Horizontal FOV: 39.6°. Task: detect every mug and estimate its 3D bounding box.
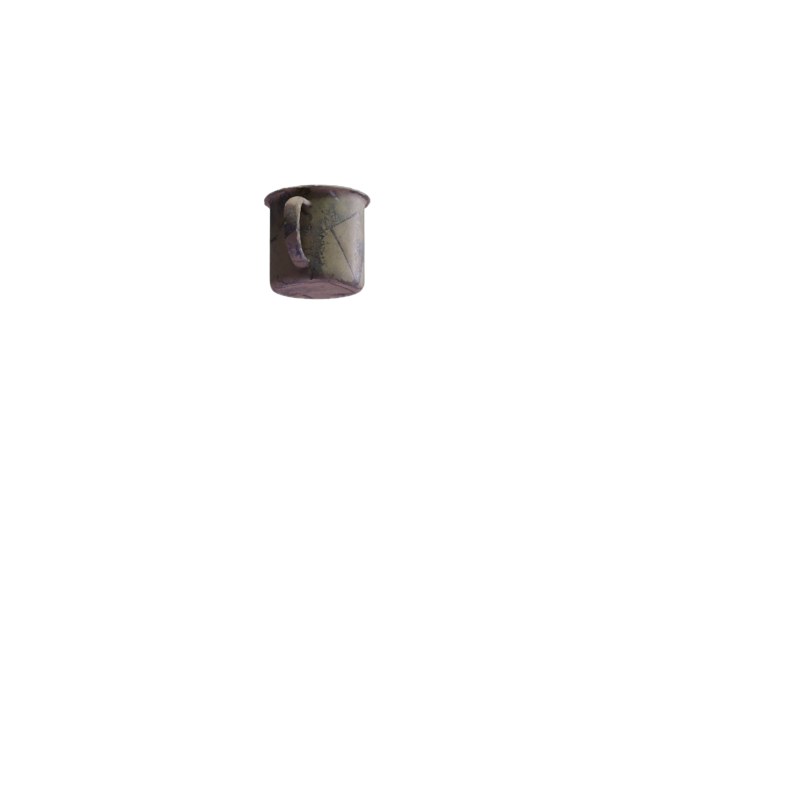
[{"bbox_3d":[-0.074,-0.135,0.944,0.095,0.084,0.112,-3,-10,13],"label":"mug"}]
